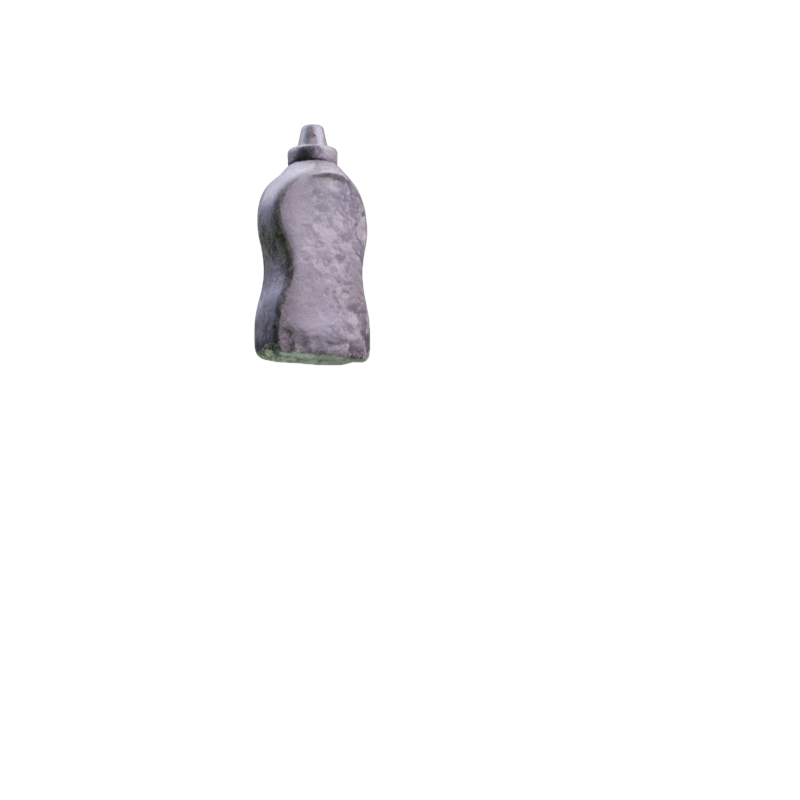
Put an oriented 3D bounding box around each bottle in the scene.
[{"bbox_3d":[-0.070,-0.126,0.885,0.092,0.197,0.059,7,-13,-37],"label":"bottle"}]
